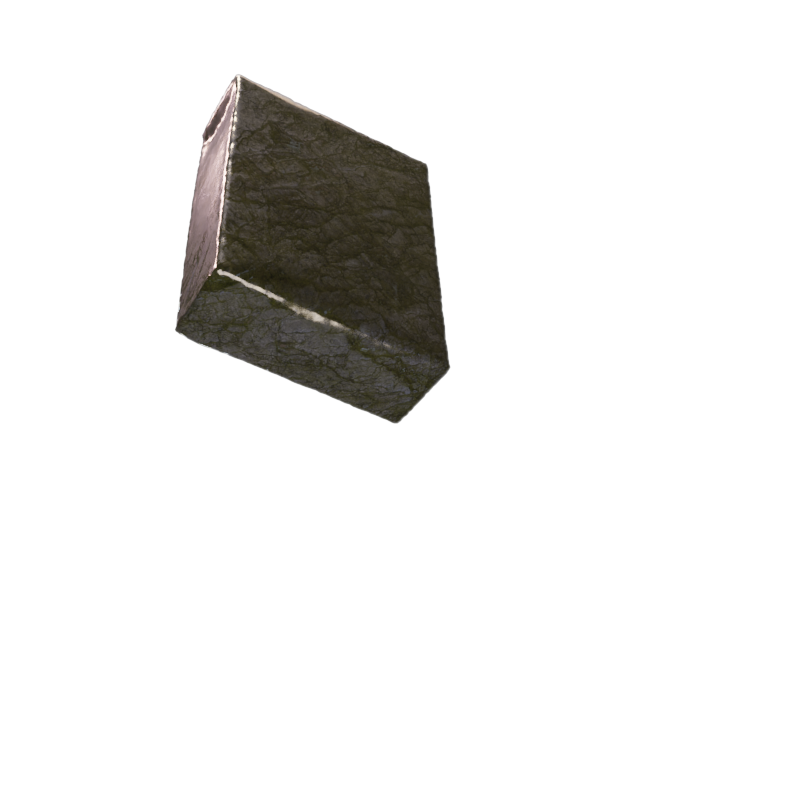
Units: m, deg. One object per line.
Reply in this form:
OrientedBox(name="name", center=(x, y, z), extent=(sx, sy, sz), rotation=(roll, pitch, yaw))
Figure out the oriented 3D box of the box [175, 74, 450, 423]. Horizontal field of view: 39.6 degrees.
OrientedBox(name="box", center=(-0.059, -0.107, 0.749), extent=(0.157, 0.230, 0.070), rotation=(21, -51, -22))
